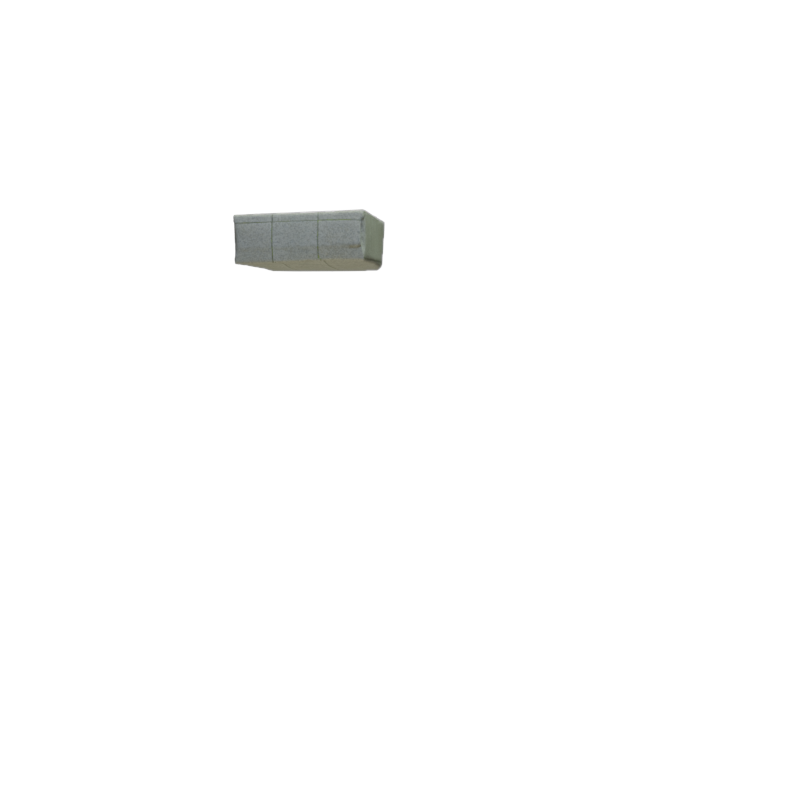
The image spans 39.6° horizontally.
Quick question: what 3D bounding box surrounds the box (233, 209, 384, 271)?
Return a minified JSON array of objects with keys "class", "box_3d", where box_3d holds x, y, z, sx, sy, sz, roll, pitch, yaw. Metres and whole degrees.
[{"class":"box","box_3d":[-0.061,-0.112,0.784,0.091,0.039,0.112,0,2,8]}]
